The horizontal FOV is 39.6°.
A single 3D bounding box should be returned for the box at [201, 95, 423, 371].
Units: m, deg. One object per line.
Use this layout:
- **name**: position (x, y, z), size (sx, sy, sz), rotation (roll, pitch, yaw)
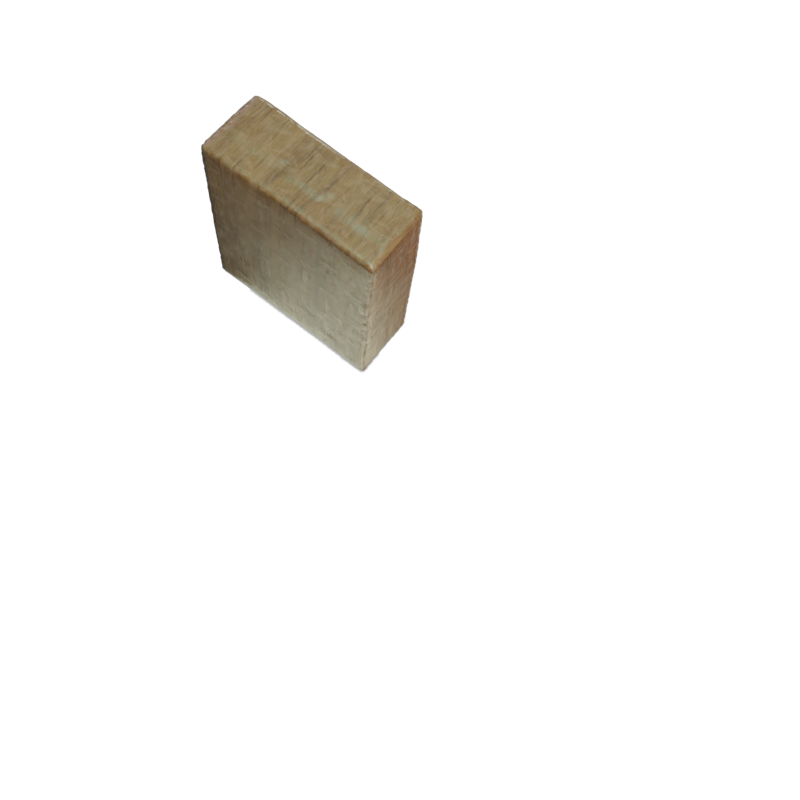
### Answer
- **box**: position (-0.070, -0.128, 0.897), size (0.170, 0.073, 0.203), rotation (38, -18, 12)
